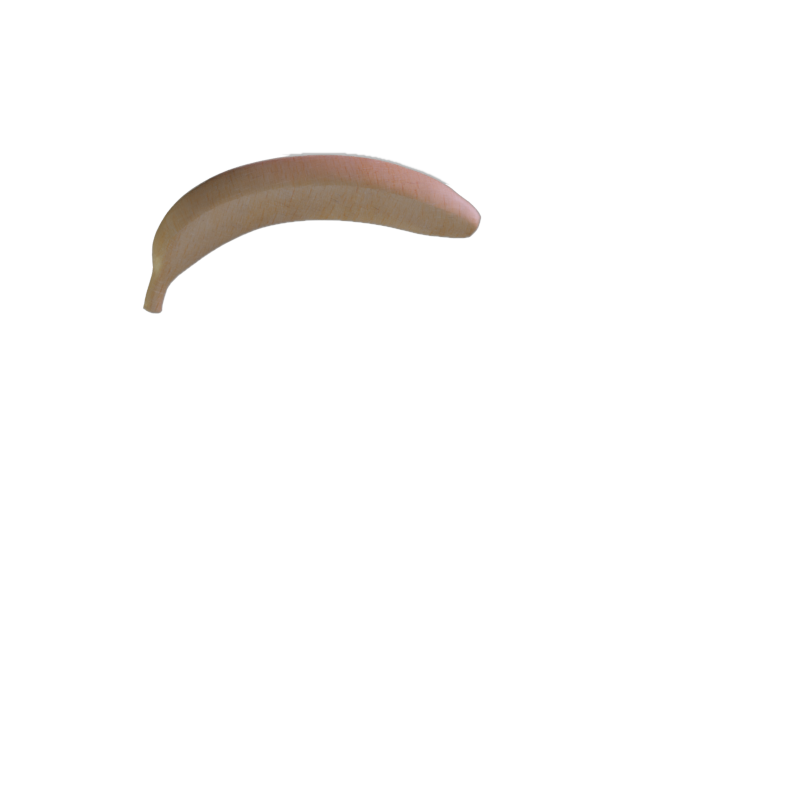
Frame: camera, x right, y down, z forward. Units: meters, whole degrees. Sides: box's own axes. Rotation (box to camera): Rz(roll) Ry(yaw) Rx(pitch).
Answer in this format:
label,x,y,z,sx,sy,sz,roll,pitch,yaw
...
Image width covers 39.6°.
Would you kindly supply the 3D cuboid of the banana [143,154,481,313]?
label,x,y,z,sx,sy,sz,roll,pitch,yaw
banana,-0.057,-0.105,0.625,0.198,0.066,0.039,-13,24,5
